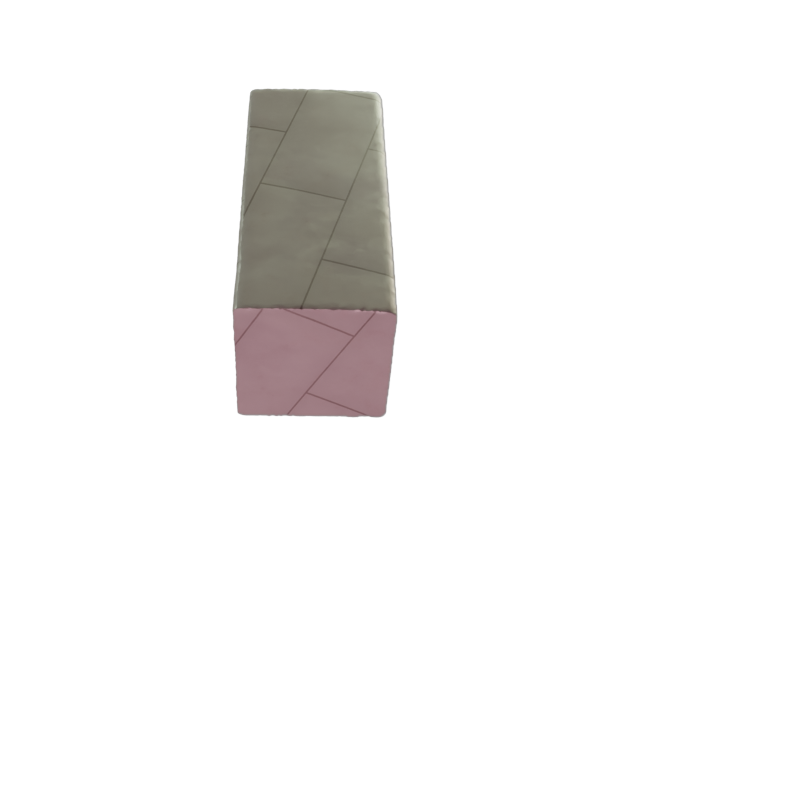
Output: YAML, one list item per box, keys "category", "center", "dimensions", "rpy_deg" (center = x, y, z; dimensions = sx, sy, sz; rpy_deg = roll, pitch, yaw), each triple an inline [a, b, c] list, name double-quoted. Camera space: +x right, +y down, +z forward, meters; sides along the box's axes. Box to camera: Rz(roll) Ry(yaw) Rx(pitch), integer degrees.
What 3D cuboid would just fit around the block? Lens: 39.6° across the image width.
- category: "block"
  center: [-0.054, -0.099, 0.694]
  dimensions: [0.090, 0.221, 0.085]
  rpy_deg: [0, -44, -4]
